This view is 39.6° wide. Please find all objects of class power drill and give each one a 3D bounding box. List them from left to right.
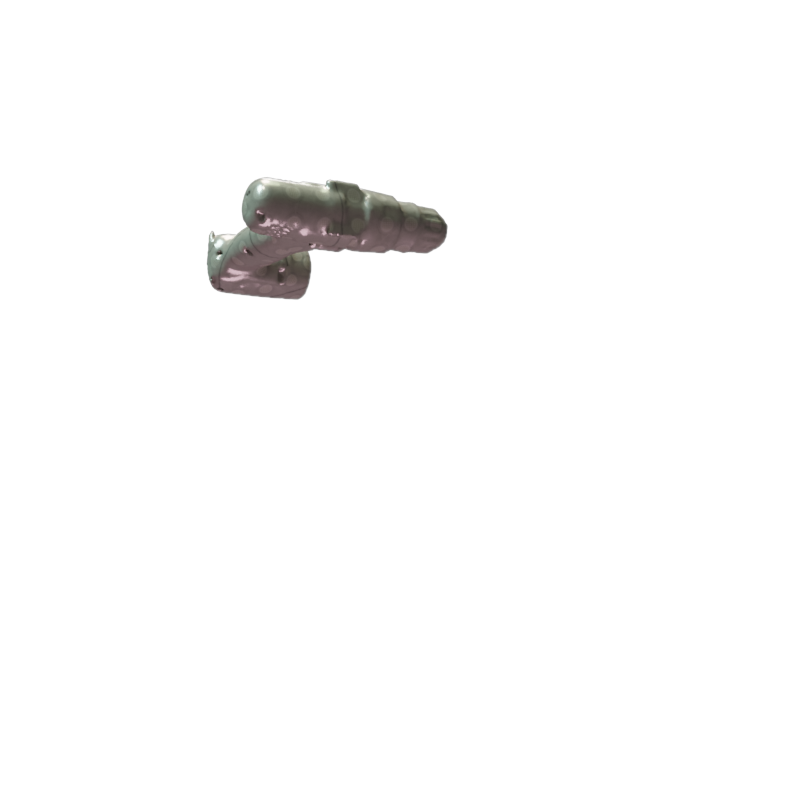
[{"bbox_3d":[-0.077,-0.140,0.977,0.177,0.060,0.187,7,-16,-28],"label":"power drill"}]
